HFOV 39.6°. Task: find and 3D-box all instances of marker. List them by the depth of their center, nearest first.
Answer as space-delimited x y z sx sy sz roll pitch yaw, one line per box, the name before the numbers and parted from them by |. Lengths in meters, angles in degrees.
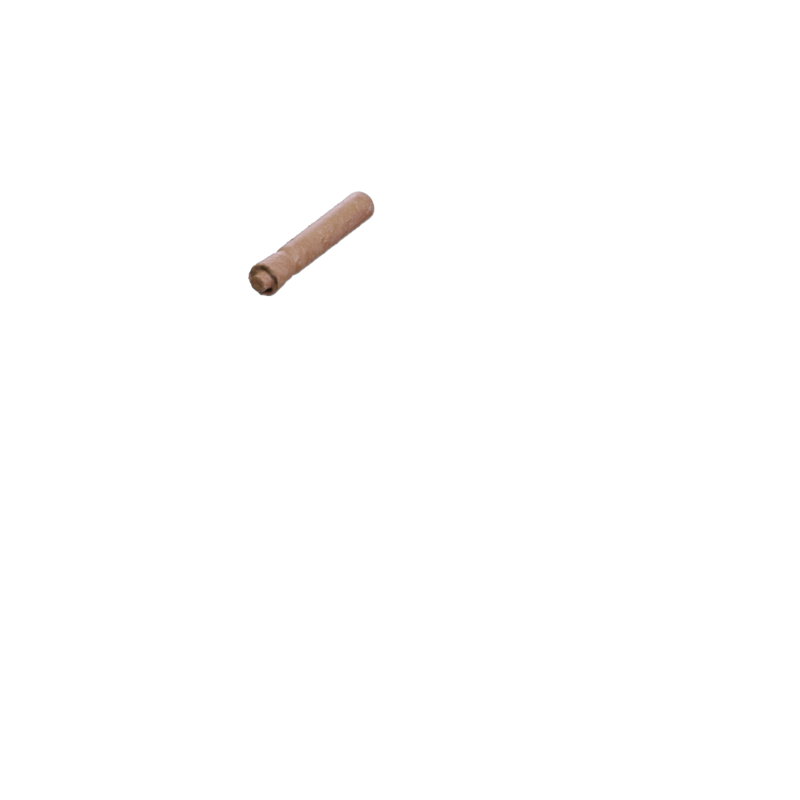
marker | -0.049 -0.089 0.625 0.020 0.019 0.123 1 29 27
